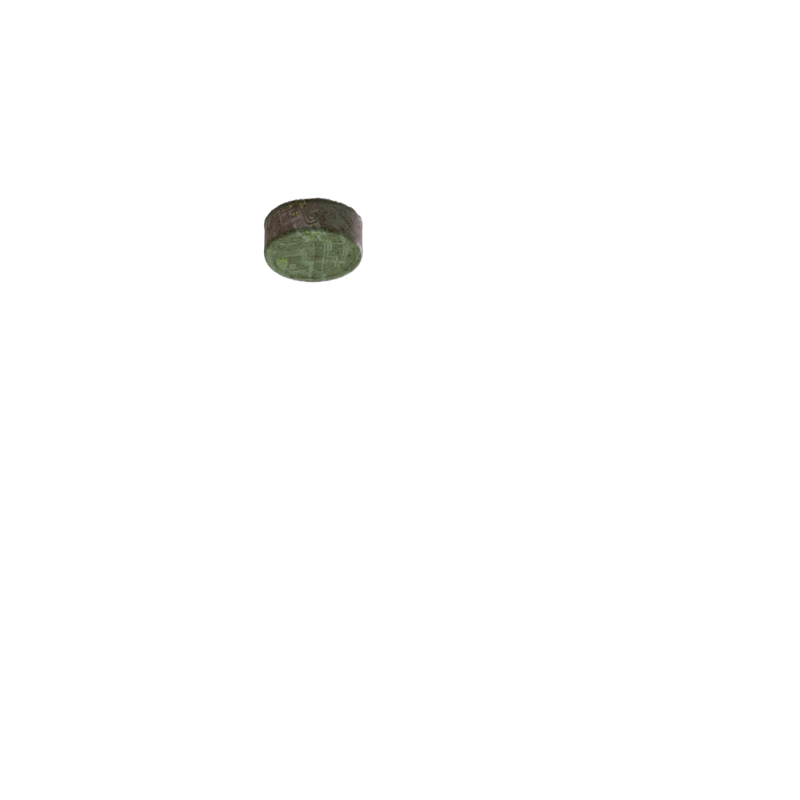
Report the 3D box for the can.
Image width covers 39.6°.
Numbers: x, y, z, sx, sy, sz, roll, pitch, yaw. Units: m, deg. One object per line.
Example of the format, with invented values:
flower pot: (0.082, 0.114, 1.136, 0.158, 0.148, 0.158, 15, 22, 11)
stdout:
can: (-0.074, -0.135, 0.949, 0.086, 0.036, 0.081, 1, -27, -2)
